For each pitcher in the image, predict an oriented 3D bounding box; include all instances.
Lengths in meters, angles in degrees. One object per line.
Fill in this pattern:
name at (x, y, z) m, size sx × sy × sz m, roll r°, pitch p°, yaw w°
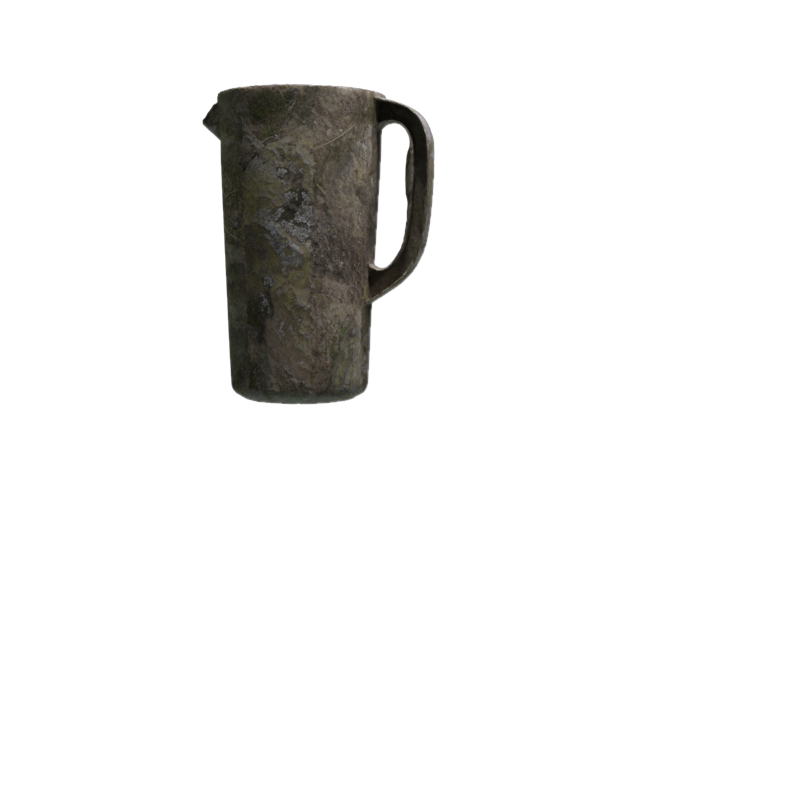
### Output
pitcher at (-0.068, -0.124, 0.866) m, size 0.140 × 0.243 × 0.154 m, roll -1°, pitch 2°, yaw -29°
